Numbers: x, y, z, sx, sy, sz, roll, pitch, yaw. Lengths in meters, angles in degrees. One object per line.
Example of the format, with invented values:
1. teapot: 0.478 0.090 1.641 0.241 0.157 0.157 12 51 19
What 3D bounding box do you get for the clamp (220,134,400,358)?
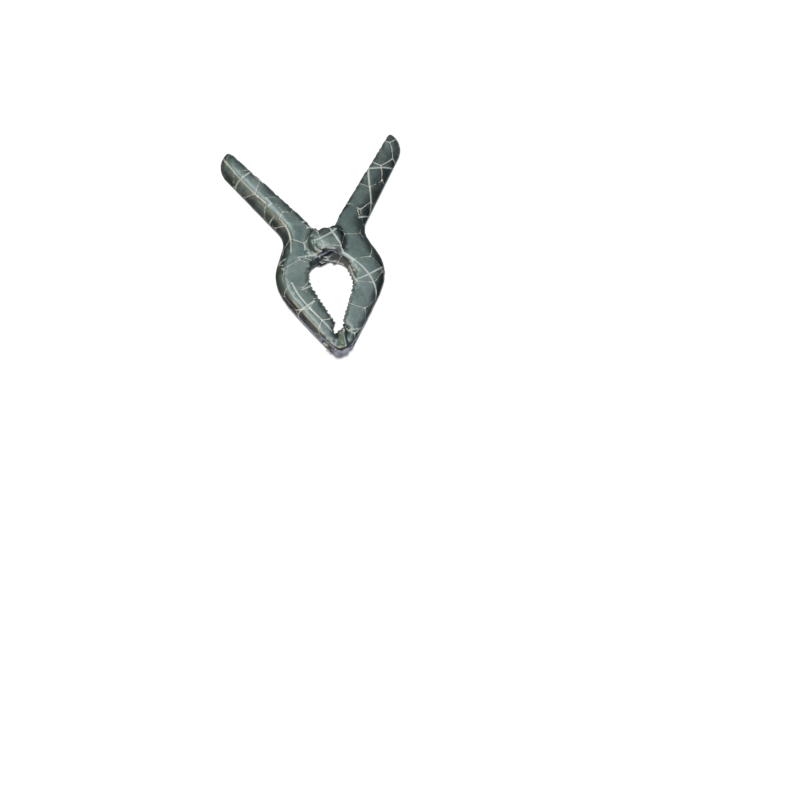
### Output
1. clamp: -0.077 -0.140 0.980 0.164 0.222 0.034 -2 -23 -1
